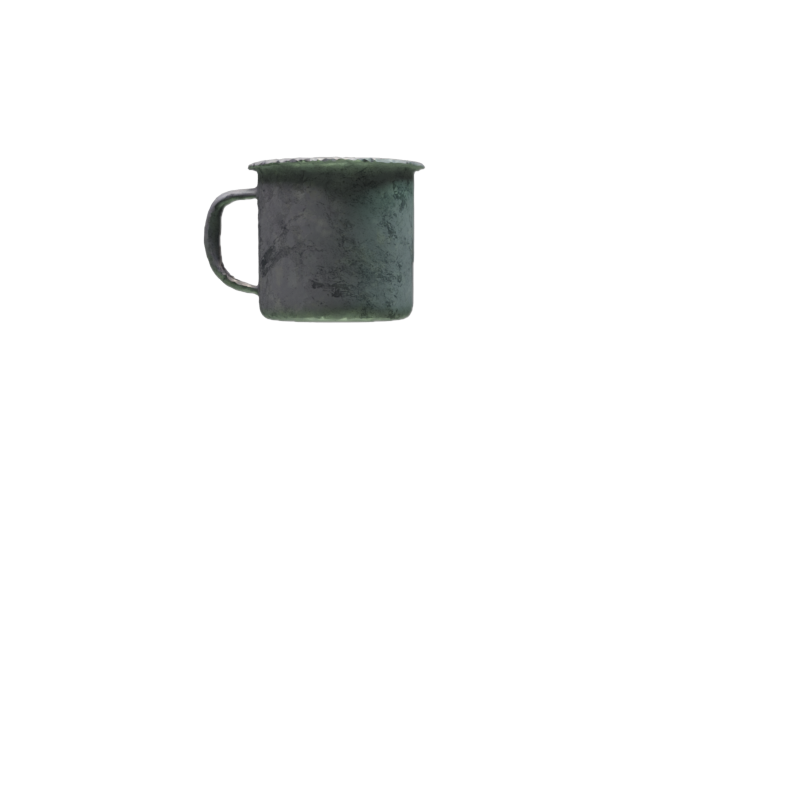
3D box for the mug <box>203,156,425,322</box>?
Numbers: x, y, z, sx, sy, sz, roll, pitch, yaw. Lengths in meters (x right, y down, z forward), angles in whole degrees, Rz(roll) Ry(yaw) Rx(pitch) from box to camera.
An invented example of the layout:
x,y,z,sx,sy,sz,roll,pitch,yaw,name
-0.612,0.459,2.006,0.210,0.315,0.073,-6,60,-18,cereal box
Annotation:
x,y,z,sx,sy,sz,roll,pitch,yaw,name
-0.046,-0.083,0.584,0.118,0.081,0.093,0,4,2,mug
